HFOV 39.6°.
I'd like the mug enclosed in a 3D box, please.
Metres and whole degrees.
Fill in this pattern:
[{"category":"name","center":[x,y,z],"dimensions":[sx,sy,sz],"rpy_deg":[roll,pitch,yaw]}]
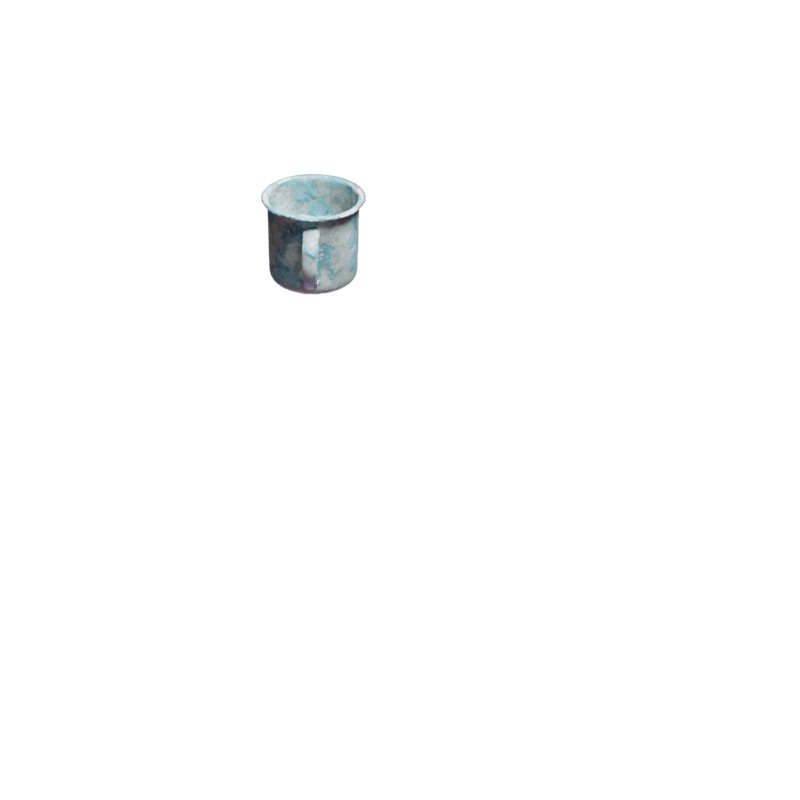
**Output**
[{"category":"mug","center":[-0.078,-0.142,0.995],"dimensions":[0.093,0.077,0.125],"rpy_deg":[-1,33,-3]}]
